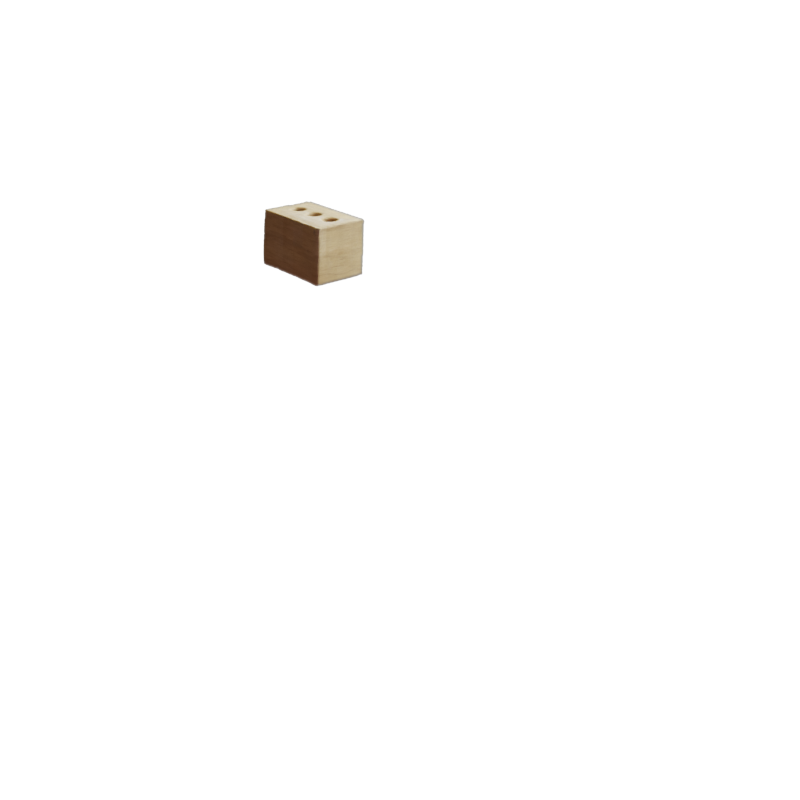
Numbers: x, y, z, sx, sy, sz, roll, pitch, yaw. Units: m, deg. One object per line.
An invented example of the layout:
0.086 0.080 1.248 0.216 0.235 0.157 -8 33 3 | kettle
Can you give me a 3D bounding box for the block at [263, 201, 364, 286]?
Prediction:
-0.075 -0.137 0.959 0.052 0.049 0.083 -16 28 -37 | block
